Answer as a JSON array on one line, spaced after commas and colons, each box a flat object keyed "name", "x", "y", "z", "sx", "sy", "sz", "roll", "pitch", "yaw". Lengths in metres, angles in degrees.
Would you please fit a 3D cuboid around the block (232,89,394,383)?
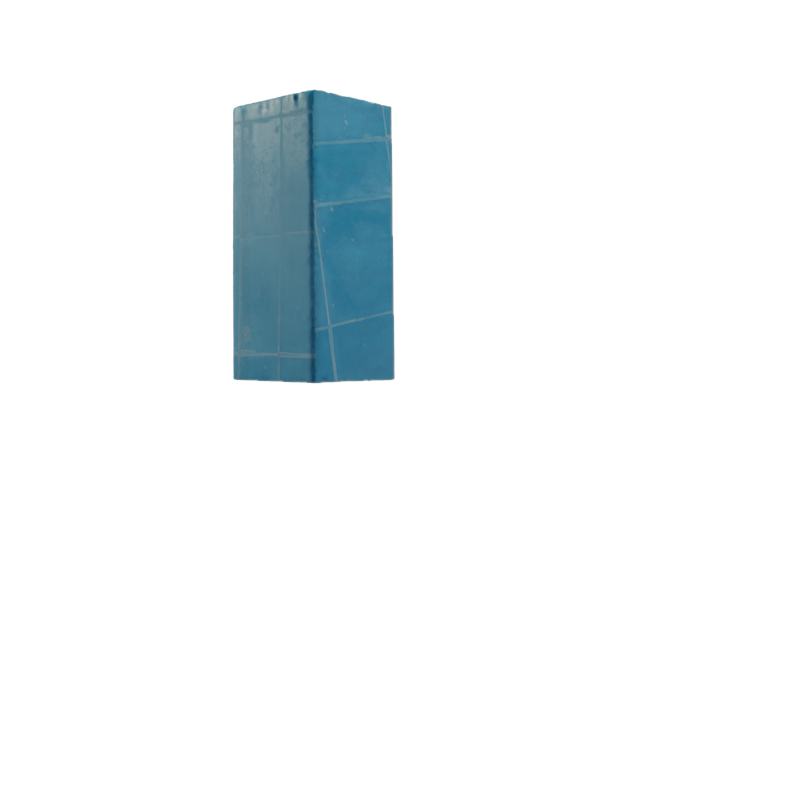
[{"name": "block", "x": -0.066, "y": -0.119, "z": 0.833, "sx": 0.094, "sy": 0.208, "sz": 0.086, "roll": -3, "pitch": -5, "yaw": 42}]
